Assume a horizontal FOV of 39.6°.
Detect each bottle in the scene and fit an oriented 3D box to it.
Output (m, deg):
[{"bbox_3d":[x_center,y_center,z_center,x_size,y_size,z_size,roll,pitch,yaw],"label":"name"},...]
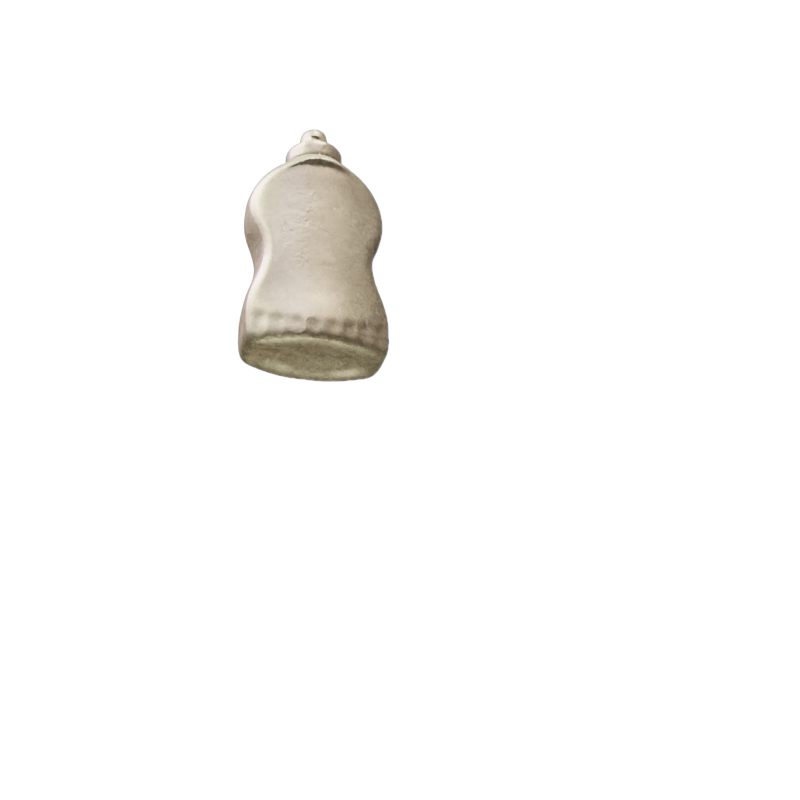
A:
[{"bbox_3d":[-0.060,-0.109,0.764,0.094,0.205,0.055,5,-34,-11],"label":"bottle"}]
